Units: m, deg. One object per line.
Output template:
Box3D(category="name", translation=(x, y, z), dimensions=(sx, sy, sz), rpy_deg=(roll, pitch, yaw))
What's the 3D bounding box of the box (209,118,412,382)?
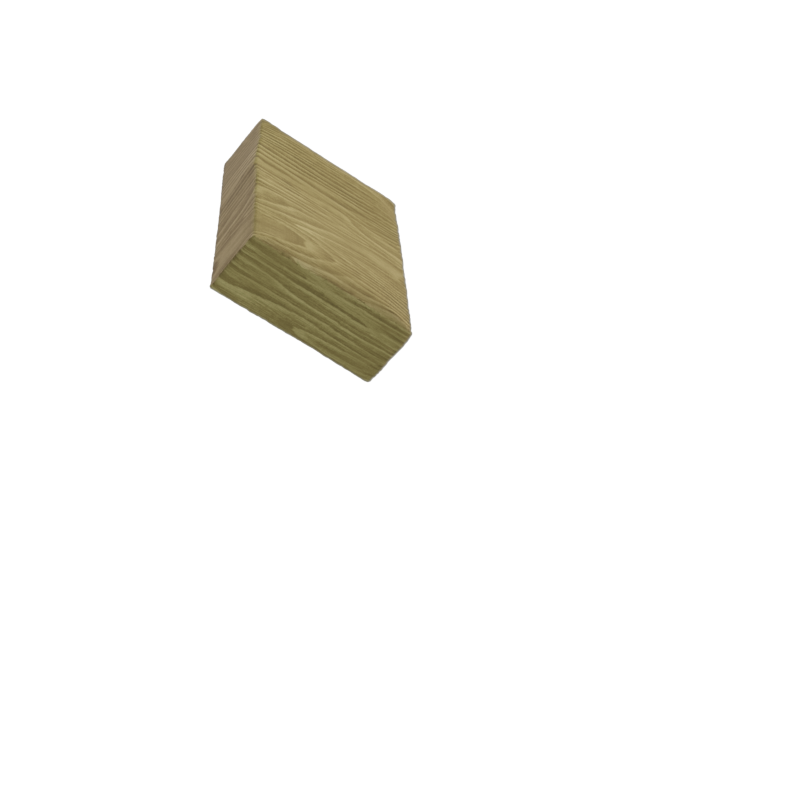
Box3D(category="box", translation=(-0.076, -0.139, 0.972), dimensions=(0.157, 0.070, 0.229), rpy_deg=(30, 30, -23))
